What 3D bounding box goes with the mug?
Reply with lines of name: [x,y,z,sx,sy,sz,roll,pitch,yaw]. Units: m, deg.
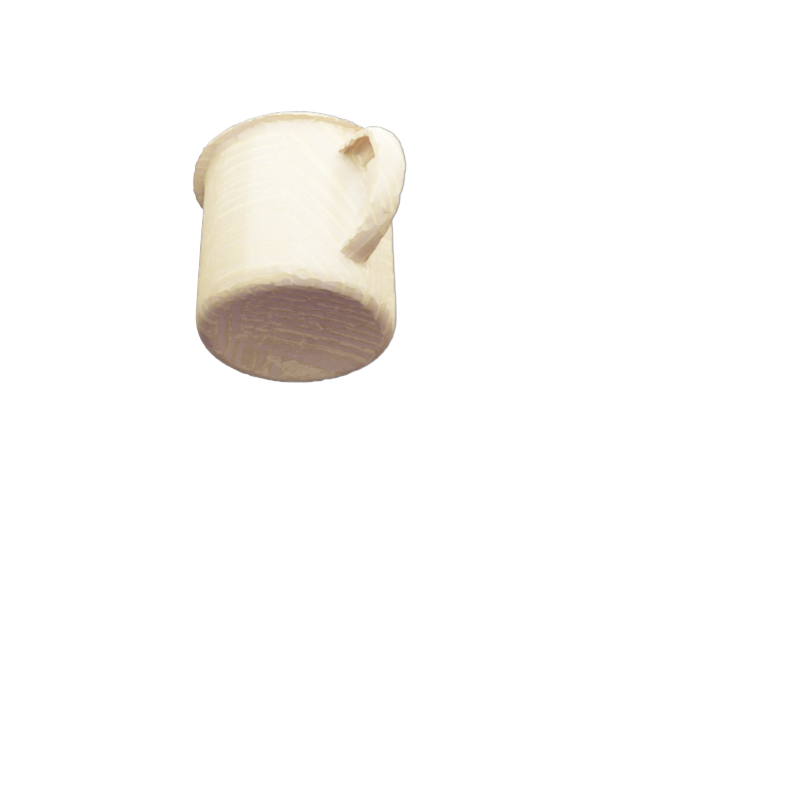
mug: [-0.036,-0.066,0.460,0.088,0.087,0.116,23,-40,-31]
